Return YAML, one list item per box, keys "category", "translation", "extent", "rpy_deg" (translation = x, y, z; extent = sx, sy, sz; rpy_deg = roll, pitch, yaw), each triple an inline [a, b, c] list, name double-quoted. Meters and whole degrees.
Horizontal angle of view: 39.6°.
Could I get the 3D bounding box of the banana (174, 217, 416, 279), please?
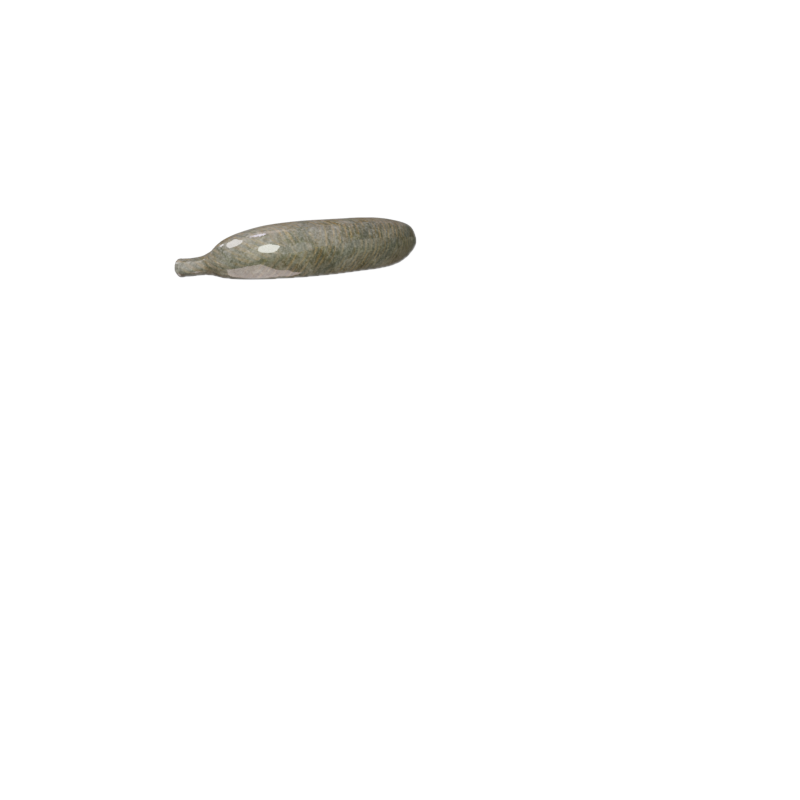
- category: "banana"
  translation: [-0.051, -0.105, 0.750]
  extent: [0.192, 0.036, 0.073]
  rpy_deg: [-10, 16, -37]
